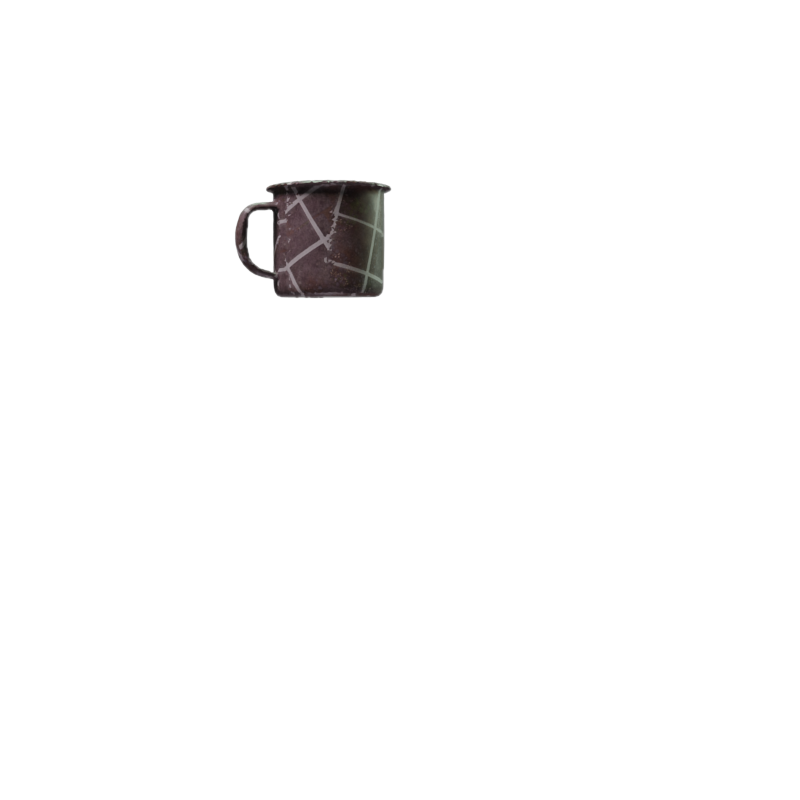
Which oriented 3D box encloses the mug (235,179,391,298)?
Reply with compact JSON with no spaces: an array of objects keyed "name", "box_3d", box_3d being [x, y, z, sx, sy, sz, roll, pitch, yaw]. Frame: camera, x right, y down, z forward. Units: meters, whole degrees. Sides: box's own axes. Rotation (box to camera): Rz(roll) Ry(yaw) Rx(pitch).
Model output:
[{"name":"mug","box_3d":[-0.064,-0.116,0.816,0.114,0.082,0.095,-1,1,-22]}]
